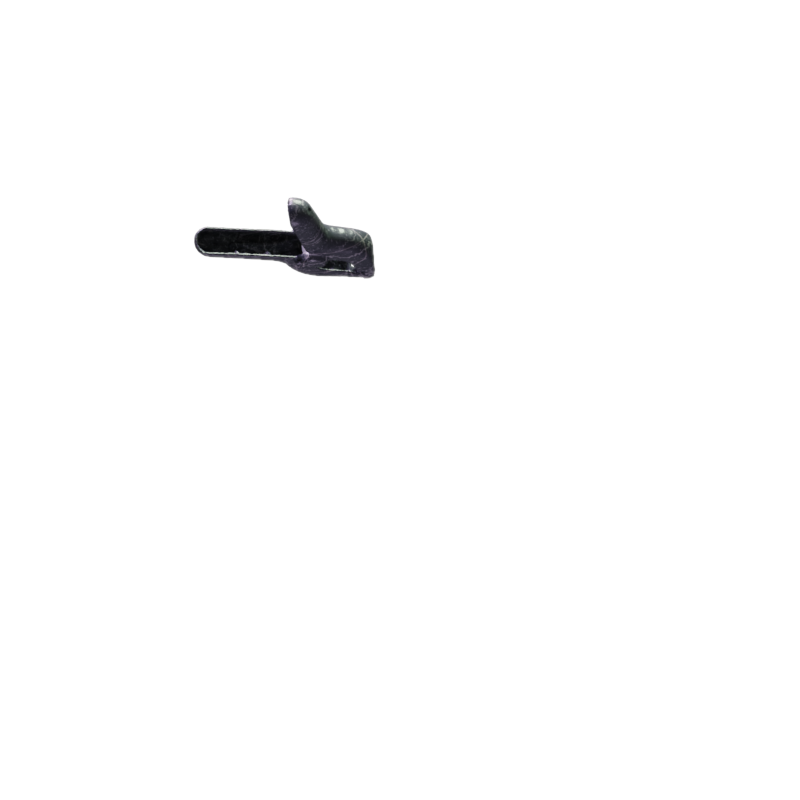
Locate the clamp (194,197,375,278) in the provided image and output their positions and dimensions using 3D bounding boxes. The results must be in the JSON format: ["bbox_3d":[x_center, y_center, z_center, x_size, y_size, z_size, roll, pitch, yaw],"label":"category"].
[{"bbox_3d":[-0.073,-0.133,0.934,0.164,0.040,0.123,3,-5,-41],"label":"clamp"}]
